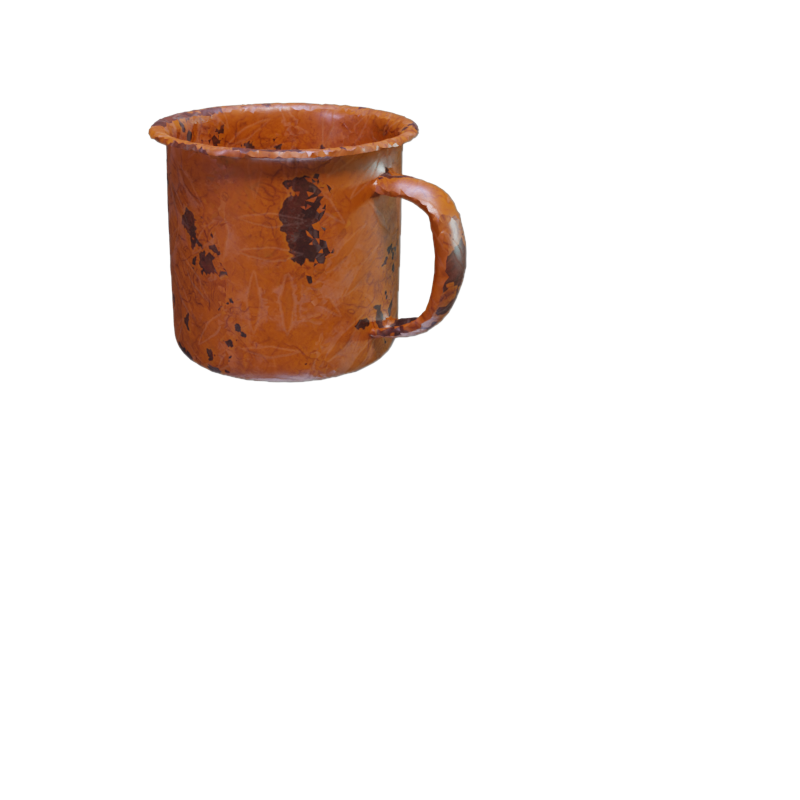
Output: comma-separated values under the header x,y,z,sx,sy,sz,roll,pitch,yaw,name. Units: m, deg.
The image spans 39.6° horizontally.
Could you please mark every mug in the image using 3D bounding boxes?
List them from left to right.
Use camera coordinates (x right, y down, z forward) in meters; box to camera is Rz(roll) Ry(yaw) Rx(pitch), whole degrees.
x,y,z,sx,sy,sz,roll,pitch,yaw,name
-0.030,-0.055,0.388,0.123,0.078,0.093,13,24,29,mug
